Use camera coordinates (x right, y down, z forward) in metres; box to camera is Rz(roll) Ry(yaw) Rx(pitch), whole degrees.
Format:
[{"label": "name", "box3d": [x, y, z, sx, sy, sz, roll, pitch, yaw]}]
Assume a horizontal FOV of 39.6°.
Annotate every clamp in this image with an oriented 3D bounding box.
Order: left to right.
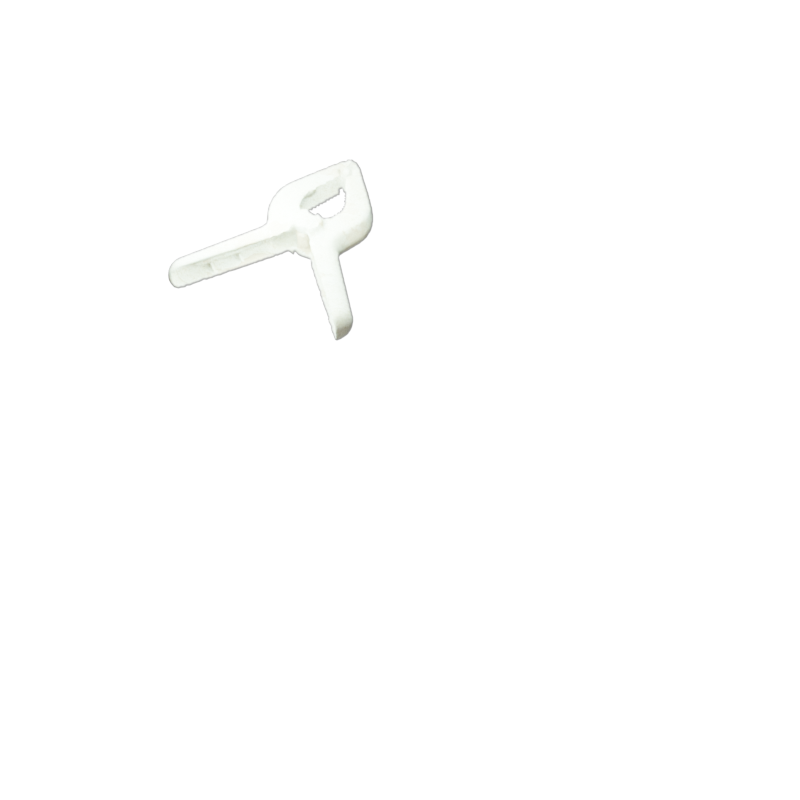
[{"label": "clamp", "box3d": [-0.075, -0.137, 0.956, 0.172, 0.034, 0.215, 23, 49, 21]}]
